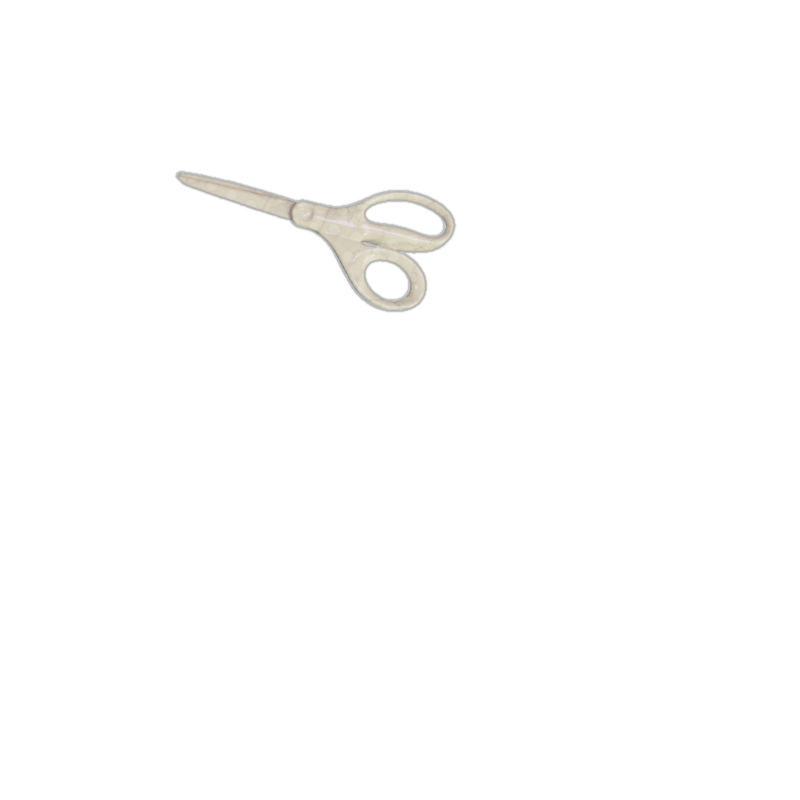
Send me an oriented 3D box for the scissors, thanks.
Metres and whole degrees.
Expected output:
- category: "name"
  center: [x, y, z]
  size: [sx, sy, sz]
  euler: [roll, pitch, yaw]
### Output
- category: "scissors"
  center: [-0.062, -0.114, 0.796]
  size: [0.202, 0.099, 0.015]
  euler: [2, -12, 0]
